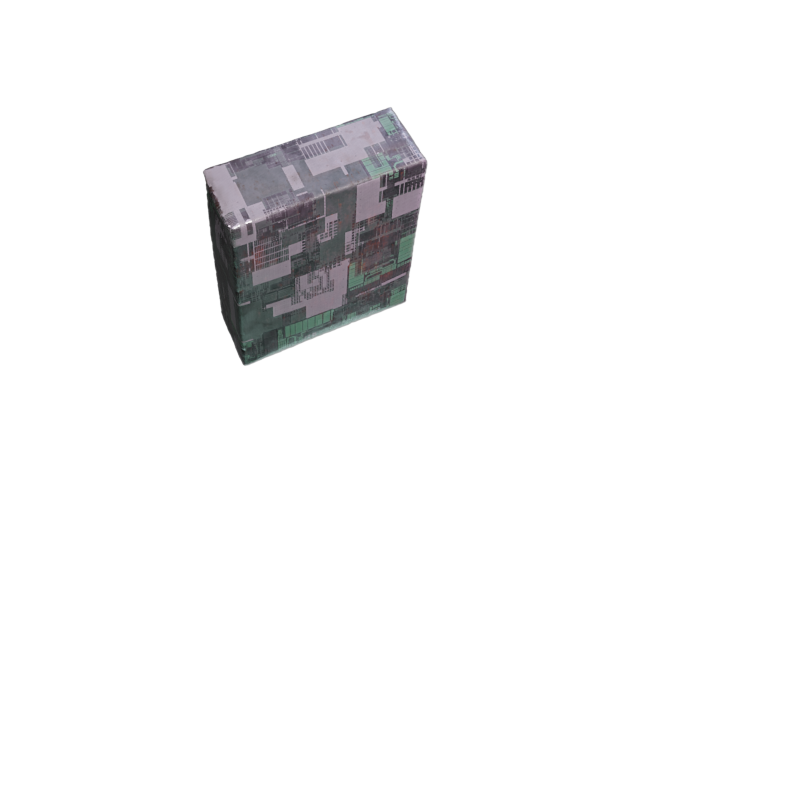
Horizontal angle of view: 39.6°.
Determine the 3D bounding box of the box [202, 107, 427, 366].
[{"bbox_3d":[-0.072,-0.132,0.925,0.163,0.077,0.201,-22,-25,-14],"label":"box"}]
